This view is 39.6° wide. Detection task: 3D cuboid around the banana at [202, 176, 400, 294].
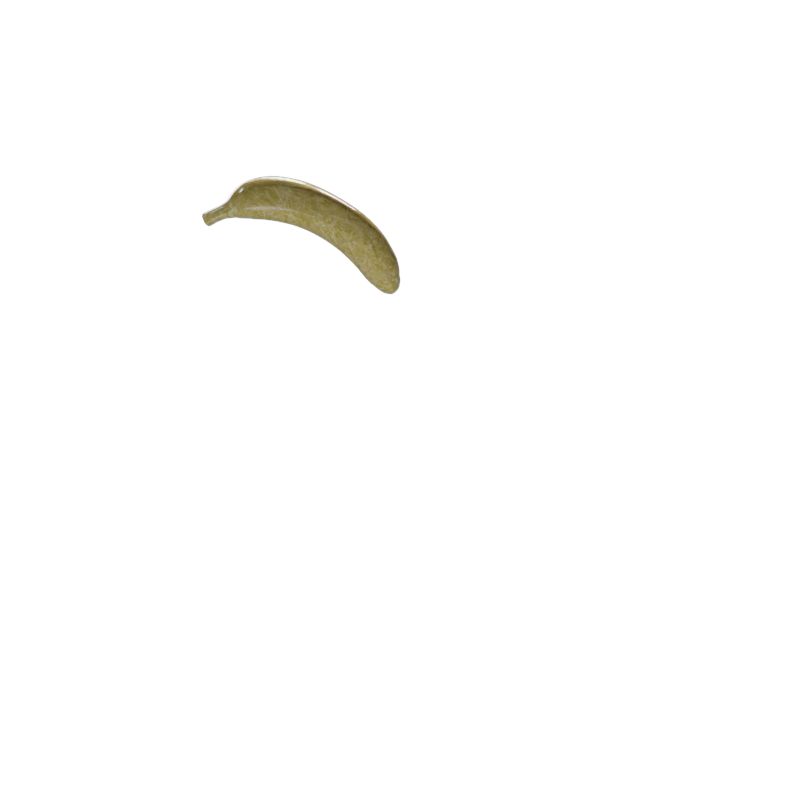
[{"bbox_3d":[-0.068,-0.148,0.952,0.188,0.039,0.068,21,-42,-25],"label":"banana"}]
